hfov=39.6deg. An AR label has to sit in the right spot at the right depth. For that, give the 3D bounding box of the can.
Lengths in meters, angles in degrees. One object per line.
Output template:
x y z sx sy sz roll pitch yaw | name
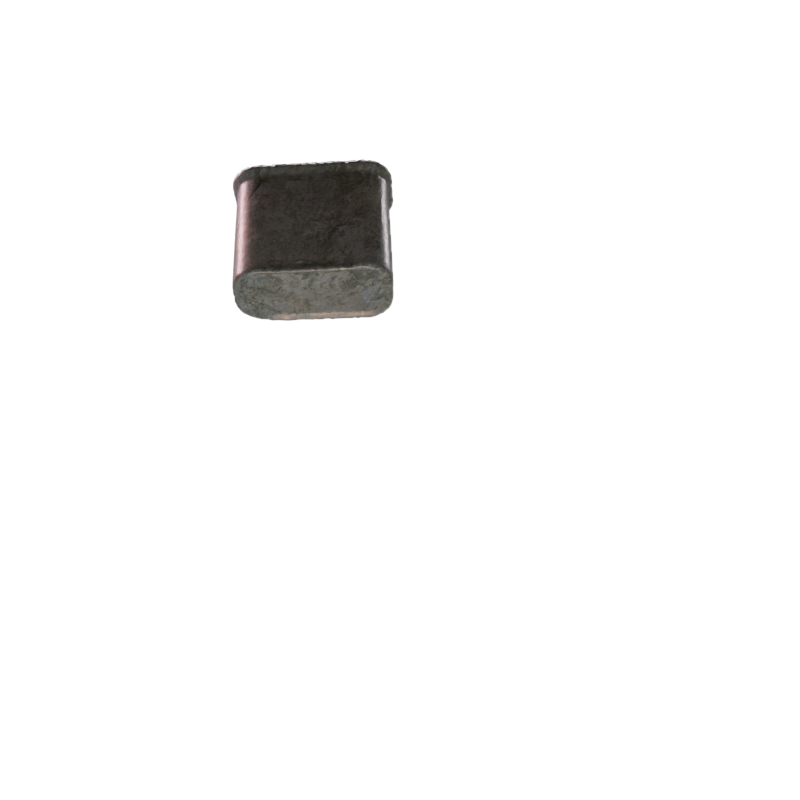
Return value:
-0.054 -0.098 0.689 0.102 0.090 0.053 -3 -36 2 | can
